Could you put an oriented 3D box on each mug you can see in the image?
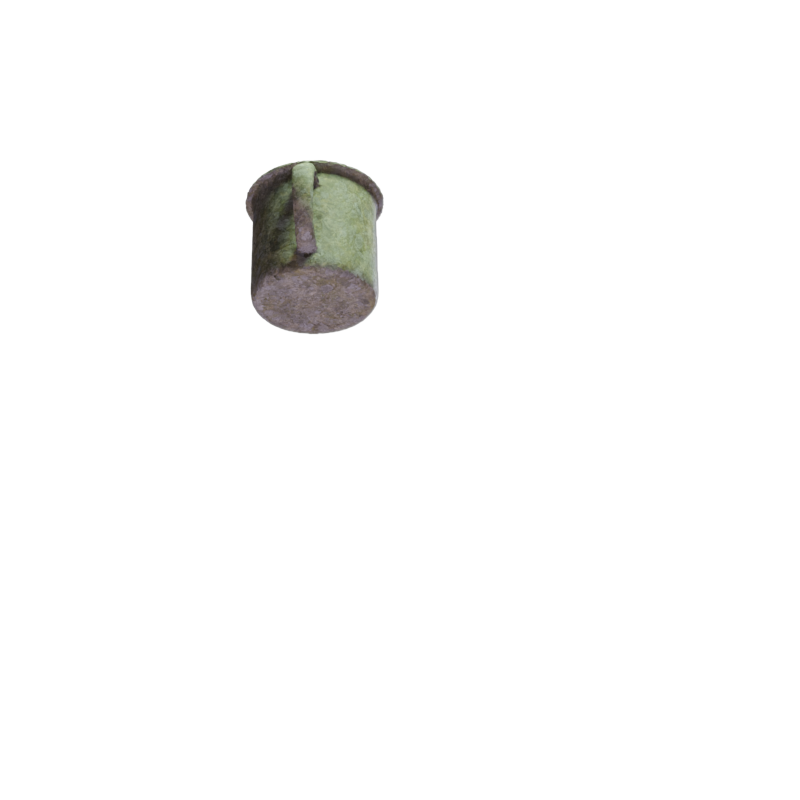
[{"bbox_3d":[-0.056,-0.102,0.714,0.093,0.087,0.109,-2,-31,1],"label":"mug"}]
